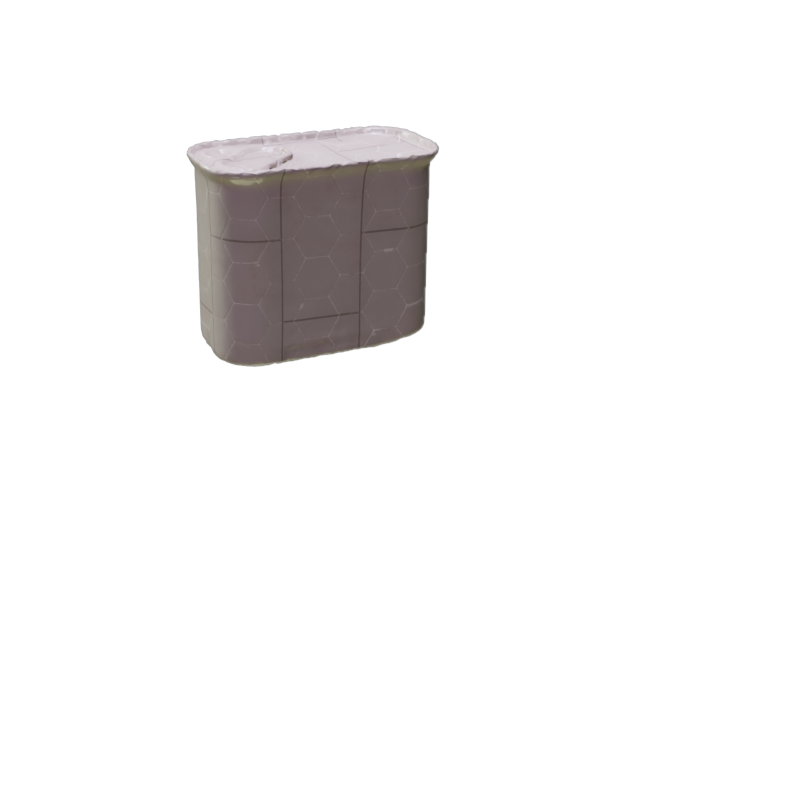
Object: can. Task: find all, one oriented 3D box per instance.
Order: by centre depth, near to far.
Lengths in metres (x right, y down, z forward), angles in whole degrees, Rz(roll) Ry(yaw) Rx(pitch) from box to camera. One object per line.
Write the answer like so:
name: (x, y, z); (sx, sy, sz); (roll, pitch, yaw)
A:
can: (-0.037, -0.067, 0.472); (0.100, 0.080, 0.061); (-9, 24, -22)
